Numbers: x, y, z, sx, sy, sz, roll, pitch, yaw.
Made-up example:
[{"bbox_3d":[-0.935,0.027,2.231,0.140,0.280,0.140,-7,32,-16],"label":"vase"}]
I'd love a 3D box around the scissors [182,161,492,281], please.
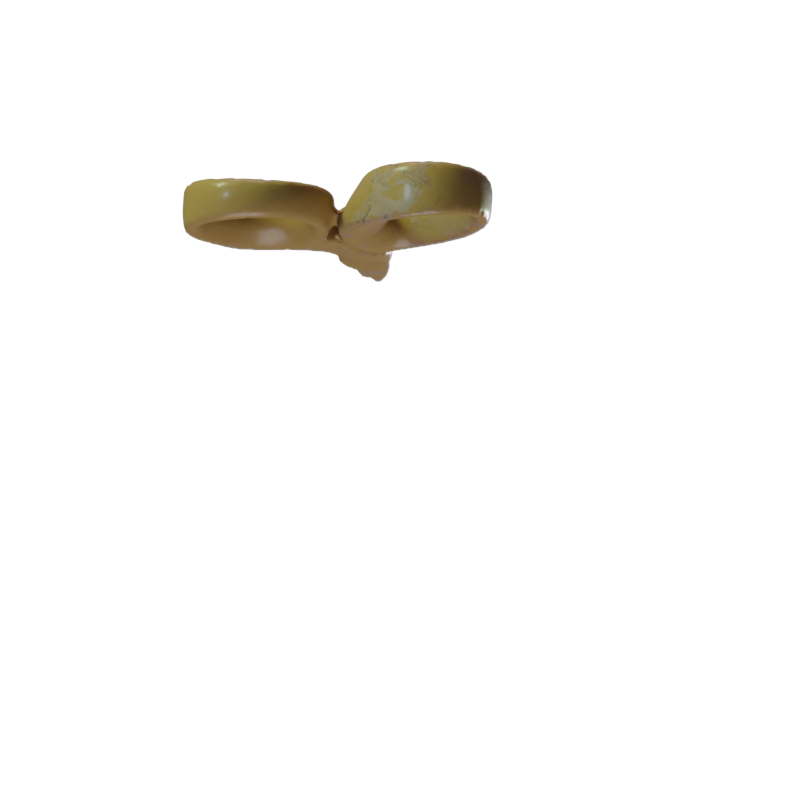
[{"bbox_3d":[-0.030,-0.054,0.377,0.095,0.016,0.203,0,-1,-14],"label":"scissors"}]
